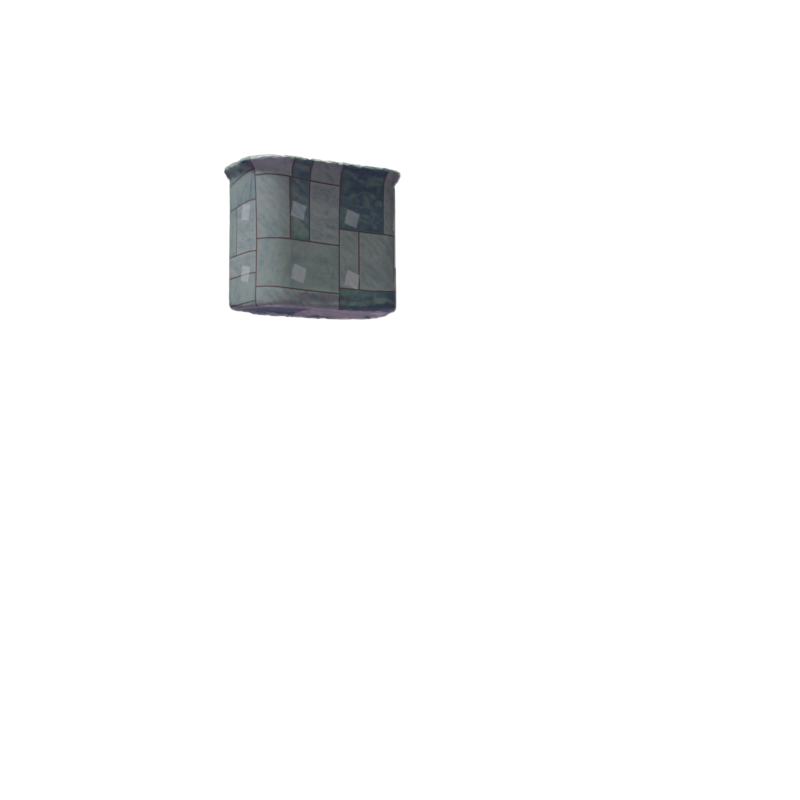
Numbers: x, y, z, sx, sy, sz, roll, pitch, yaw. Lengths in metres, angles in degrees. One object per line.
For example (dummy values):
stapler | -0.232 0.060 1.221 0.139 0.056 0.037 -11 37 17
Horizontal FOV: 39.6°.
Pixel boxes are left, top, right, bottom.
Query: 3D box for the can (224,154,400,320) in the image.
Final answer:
can | -0.050 -0.091 0.640 0.098 0.085 0.059 3 -7 -31
